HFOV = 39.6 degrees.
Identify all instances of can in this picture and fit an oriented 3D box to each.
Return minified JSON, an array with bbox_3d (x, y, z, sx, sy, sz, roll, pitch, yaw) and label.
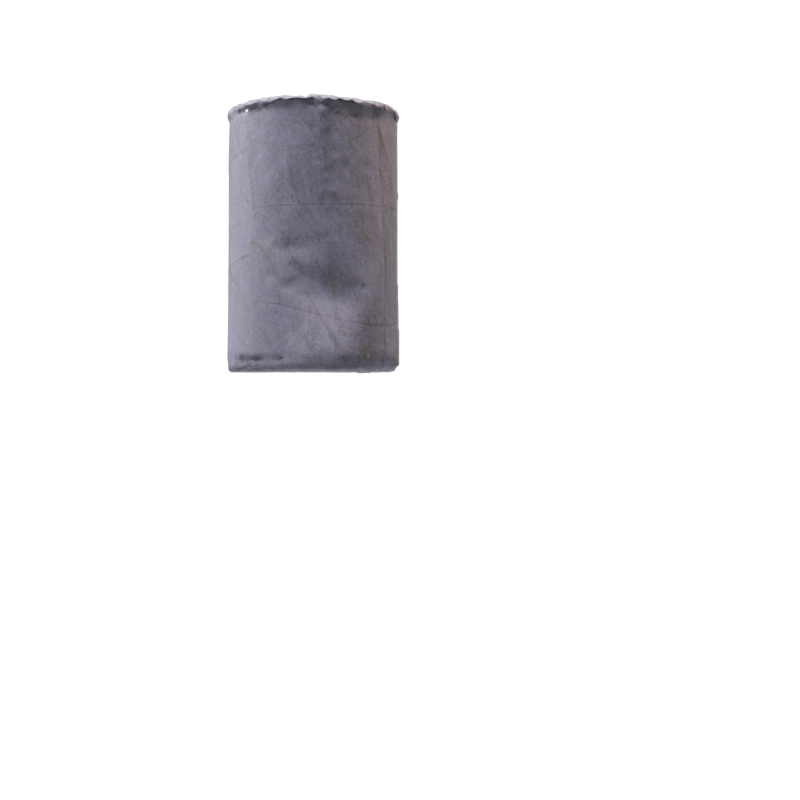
[{"bbox_3d":[-0.034,-0.062,0.435,0.068,0.104,0.068,0,-4,-2],"label":"can"}]
